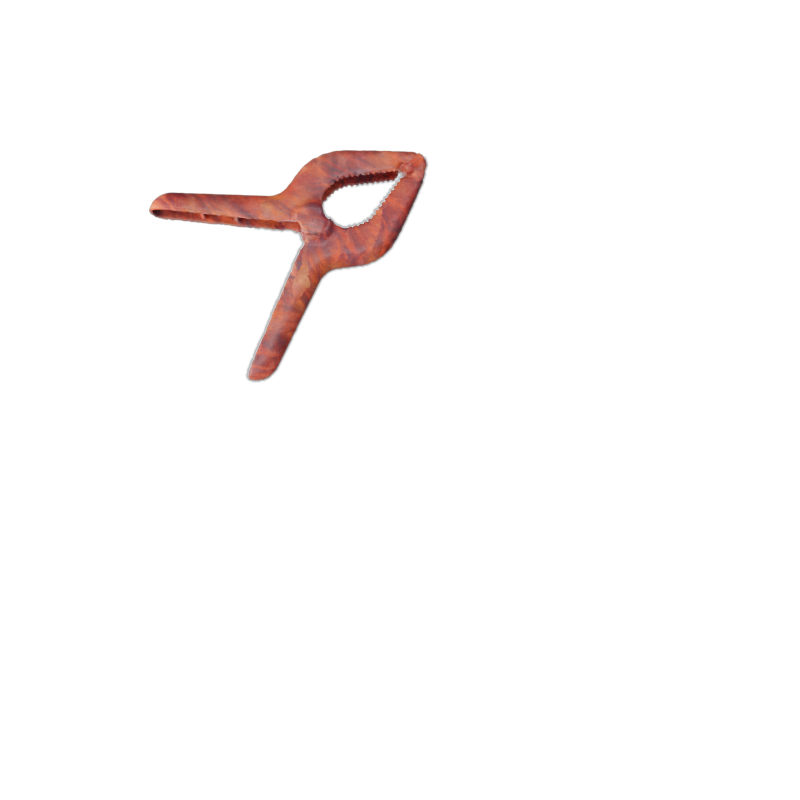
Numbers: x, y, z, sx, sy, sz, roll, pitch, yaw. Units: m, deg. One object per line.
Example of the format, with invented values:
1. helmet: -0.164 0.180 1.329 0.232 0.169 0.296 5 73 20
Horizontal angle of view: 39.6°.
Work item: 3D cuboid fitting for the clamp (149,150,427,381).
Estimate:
1. clamp: -0.066 -0.121 0.845 0.209 0.172 0.035 -24 -15 -7
